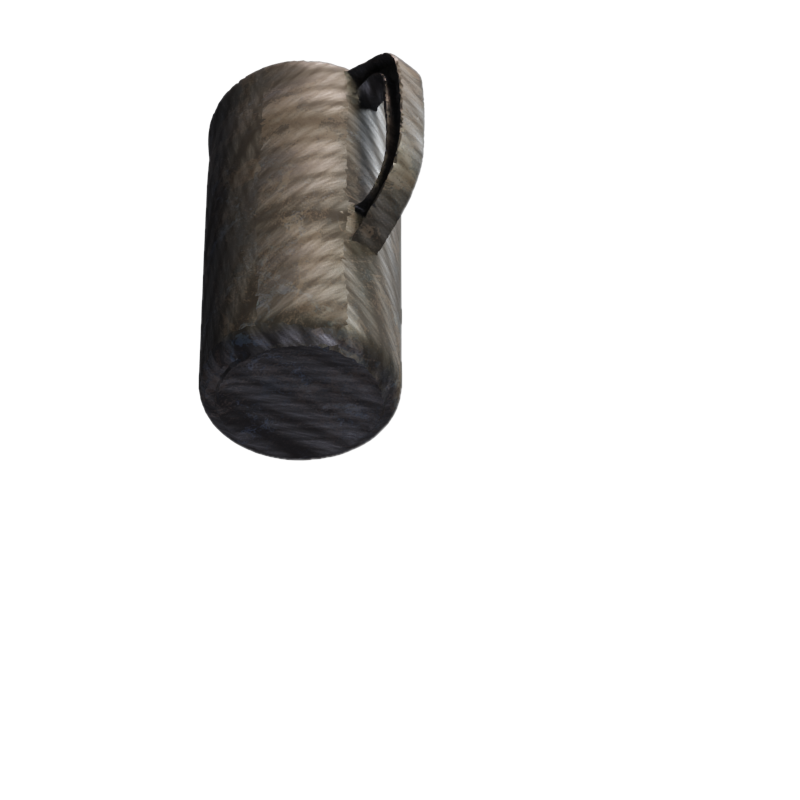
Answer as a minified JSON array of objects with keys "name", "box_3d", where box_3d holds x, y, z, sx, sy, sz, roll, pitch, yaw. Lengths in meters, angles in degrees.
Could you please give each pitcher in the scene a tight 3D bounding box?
[{"name":"pitcher","box_3d":[-0.052,-0.095,0.664,0.145,0.138,0.261,-5,44,1]}]
